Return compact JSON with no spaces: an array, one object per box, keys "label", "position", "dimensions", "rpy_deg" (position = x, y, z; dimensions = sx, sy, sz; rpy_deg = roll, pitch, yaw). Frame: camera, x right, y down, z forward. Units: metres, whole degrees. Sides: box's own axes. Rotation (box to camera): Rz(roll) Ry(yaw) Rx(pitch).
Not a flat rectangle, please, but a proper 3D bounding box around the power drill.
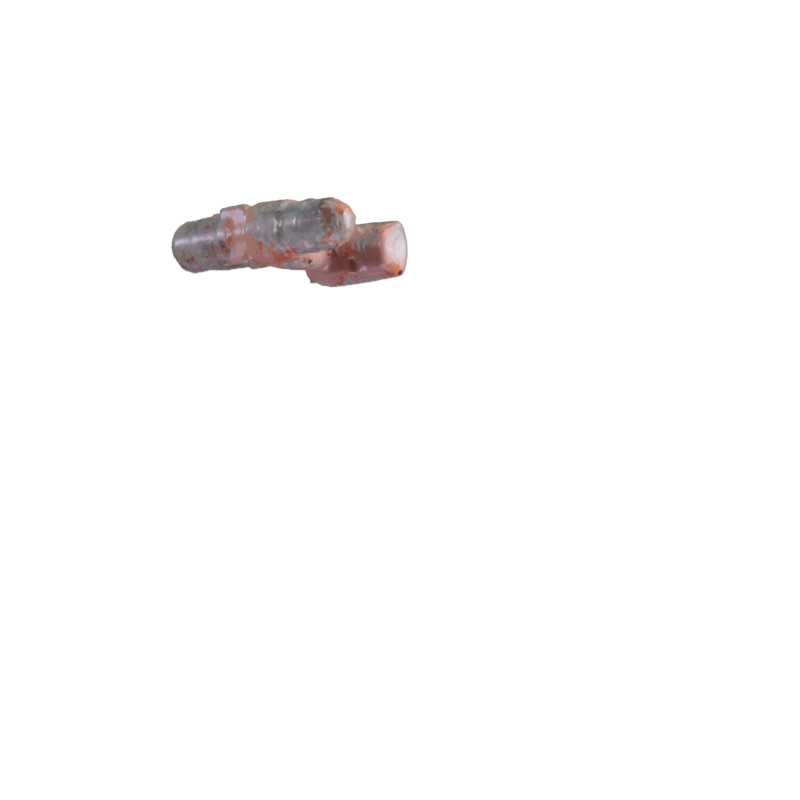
[{"label":"power drill","position":[-0.075,-0.137,0.961],"dimensions":[0.190,0.058,0.179],"rpy_deg":[-1,-2,37]}]
